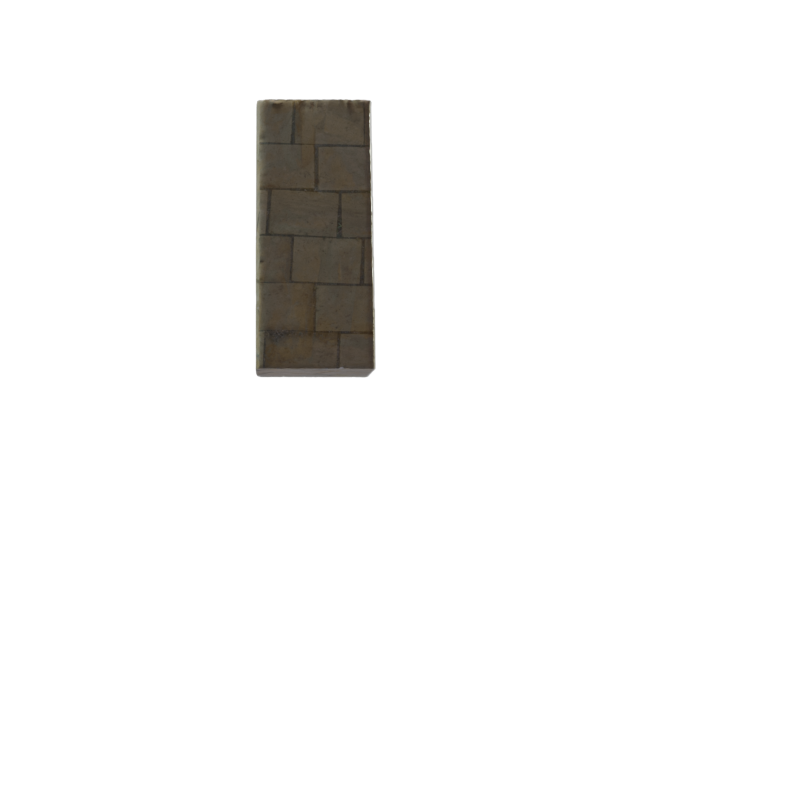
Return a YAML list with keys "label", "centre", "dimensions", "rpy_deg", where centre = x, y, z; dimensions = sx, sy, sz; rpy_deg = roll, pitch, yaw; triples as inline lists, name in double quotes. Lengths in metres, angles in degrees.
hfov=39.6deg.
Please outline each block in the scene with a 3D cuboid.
- label: "block"
  centre: [-0.068, -0.125, 0.872]
  dimensions: [0.090, 0.211, 0.088]
  rpy_deg: [0, -10, -4]
